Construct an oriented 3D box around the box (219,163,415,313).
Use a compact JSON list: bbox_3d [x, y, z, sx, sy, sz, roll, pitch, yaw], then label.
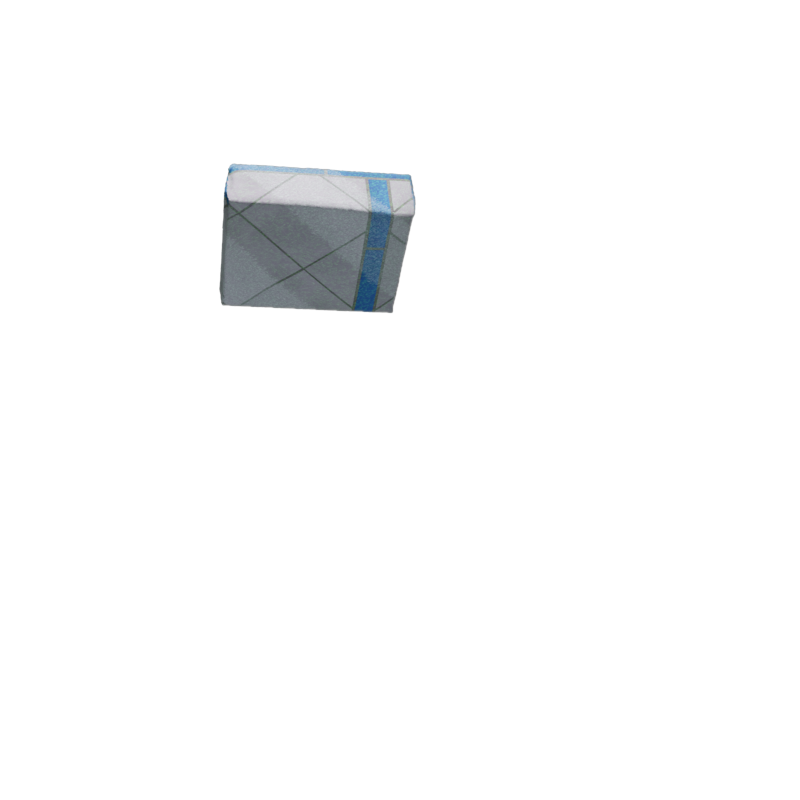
[{"bbox_3d":[-0.053,-0.097,0.681,0.113,0.042,0.084,5,-42,-6],"label":"box"}]
